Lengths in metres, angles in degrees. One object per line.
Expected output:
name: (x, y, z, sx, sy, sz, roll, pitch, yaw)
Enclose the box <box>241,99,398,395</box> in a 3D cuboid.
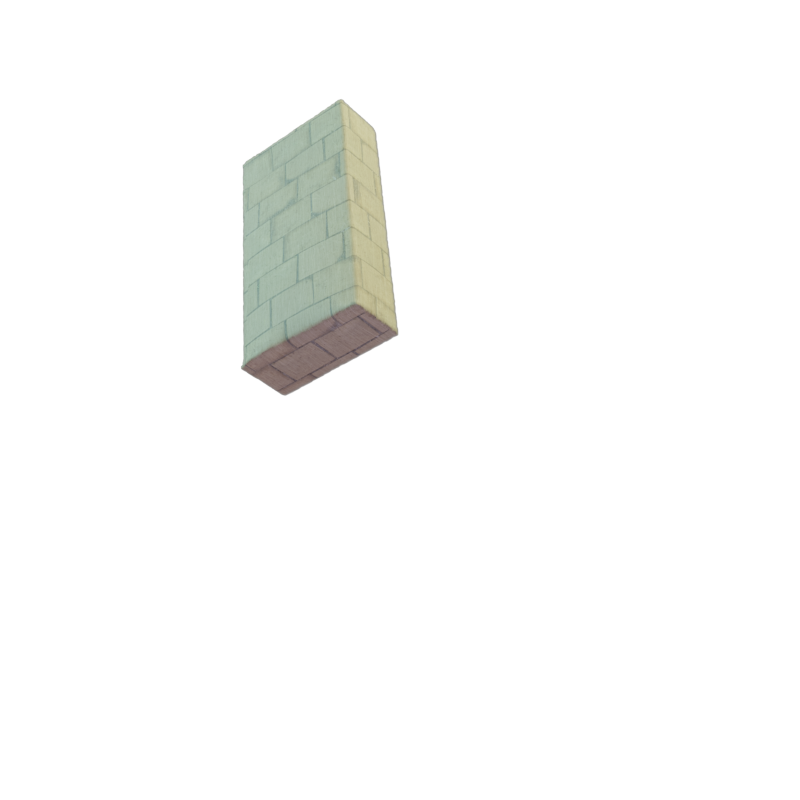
box: (-0.055, -0.100, 0.701, 0.093, 0.189, 0.045, -28, -46, 27)
